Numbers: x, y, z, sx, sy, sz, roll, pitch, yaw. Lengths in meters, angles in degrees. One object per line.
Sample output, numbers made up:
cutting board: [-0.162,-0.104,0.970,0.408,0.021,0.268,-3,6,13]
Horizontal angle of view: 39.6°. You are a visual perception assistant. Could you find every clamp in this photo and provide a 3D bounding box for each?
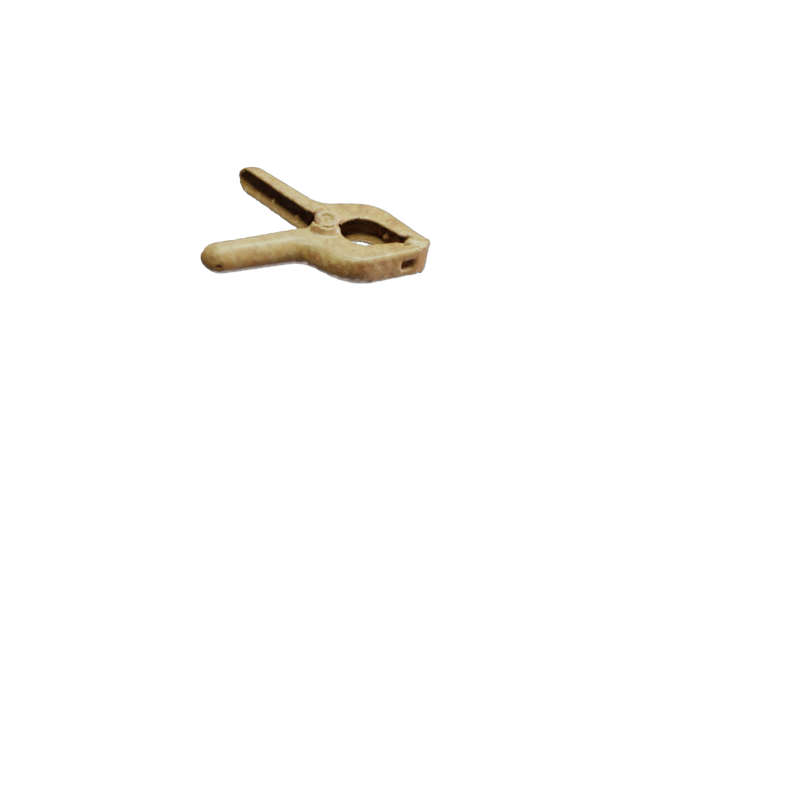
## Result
clamp: [-0.067,-0.122,0.857,0.176,0.125,0.036,16,-39,13]
